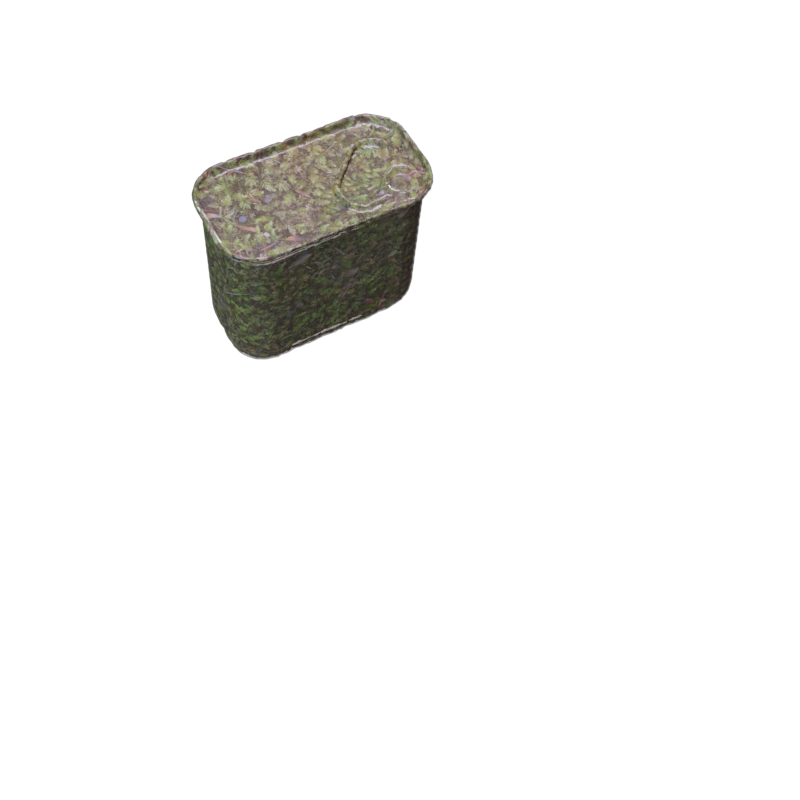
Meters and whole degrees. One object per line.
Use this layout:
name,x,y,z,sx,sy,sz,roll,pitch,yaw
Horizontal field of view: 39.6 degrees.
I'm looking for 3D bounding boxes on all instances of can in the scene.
can,-0.040,-0.073,0.508,0.101,0.062,0.078,-24,-29,-17
